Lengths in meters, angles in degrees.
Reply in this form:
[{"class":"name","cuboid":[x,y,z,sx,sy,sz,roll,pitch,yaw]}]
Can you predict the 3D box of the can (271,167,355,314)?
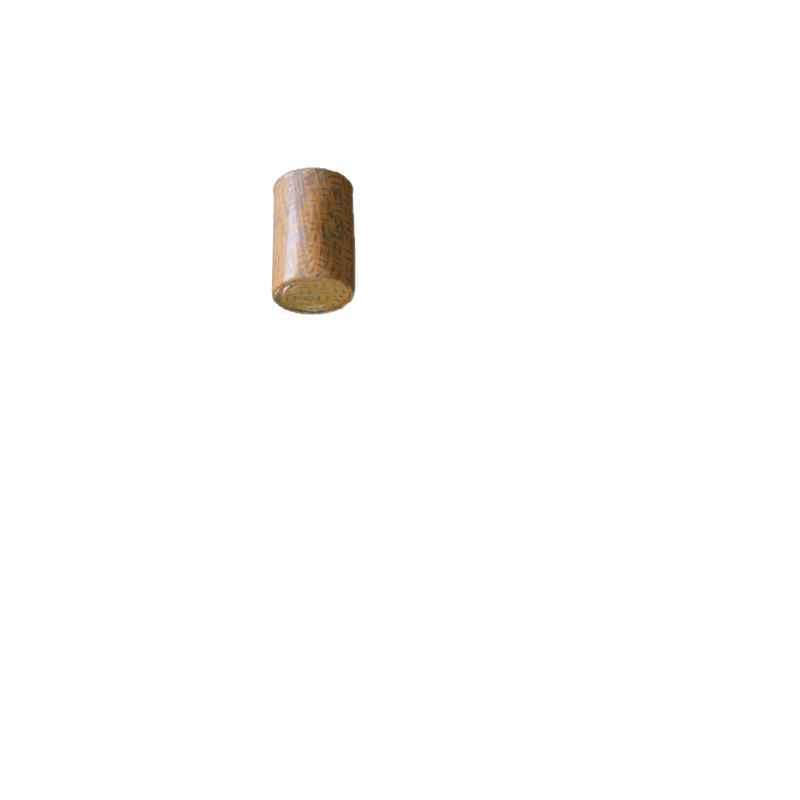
[{"class":"can","cuboid":[-0.071,-0.130,0.907,0.068,0.108,0.065,0,-27,-2]}]
